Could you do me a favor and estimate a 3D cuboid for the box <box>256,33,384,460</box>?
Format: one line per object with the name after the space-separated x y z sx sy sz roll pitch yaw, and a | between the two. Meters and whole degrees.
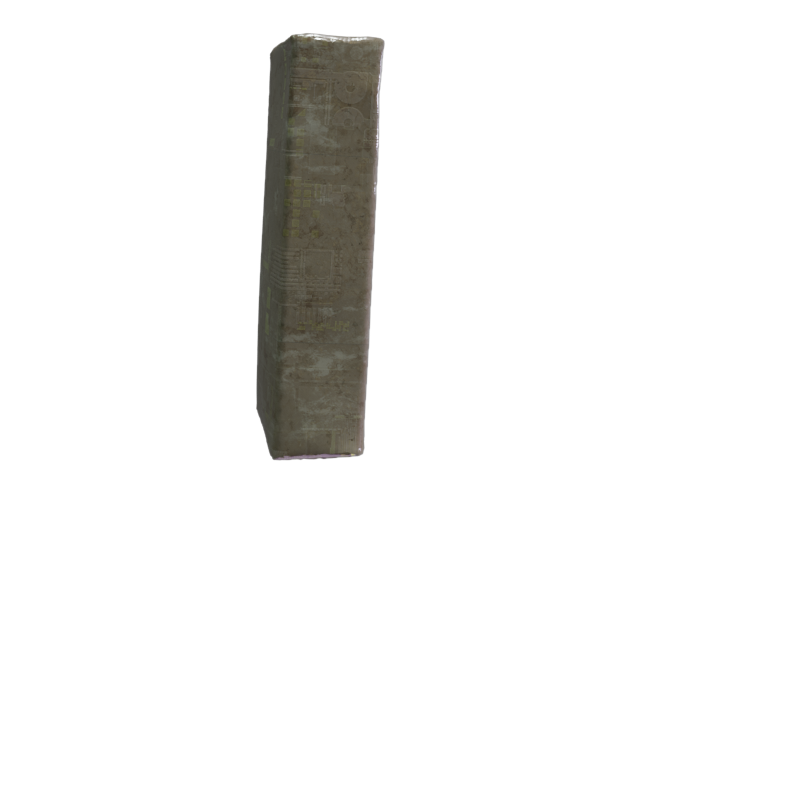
-0.039 -0.071 0.496 0.047 0.174 0.096 -1 7 -11 | box
